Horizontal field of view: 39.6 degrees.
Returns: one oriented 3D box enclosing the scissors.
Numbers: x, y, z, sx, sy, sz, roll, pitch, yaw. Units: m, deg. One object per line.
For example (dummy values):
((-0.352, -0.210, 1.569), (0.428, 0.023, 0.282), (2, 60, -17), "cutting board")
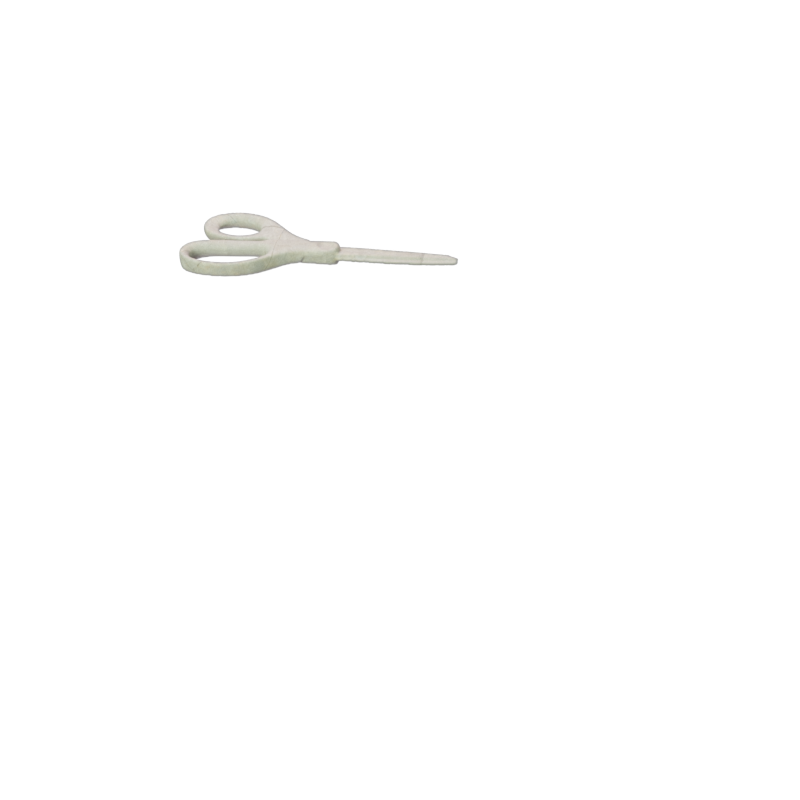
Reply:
((-0.066, -0.120, 0.839), (0.200, 0.015, 0.103), (-4, 33, -7), "scissors")
